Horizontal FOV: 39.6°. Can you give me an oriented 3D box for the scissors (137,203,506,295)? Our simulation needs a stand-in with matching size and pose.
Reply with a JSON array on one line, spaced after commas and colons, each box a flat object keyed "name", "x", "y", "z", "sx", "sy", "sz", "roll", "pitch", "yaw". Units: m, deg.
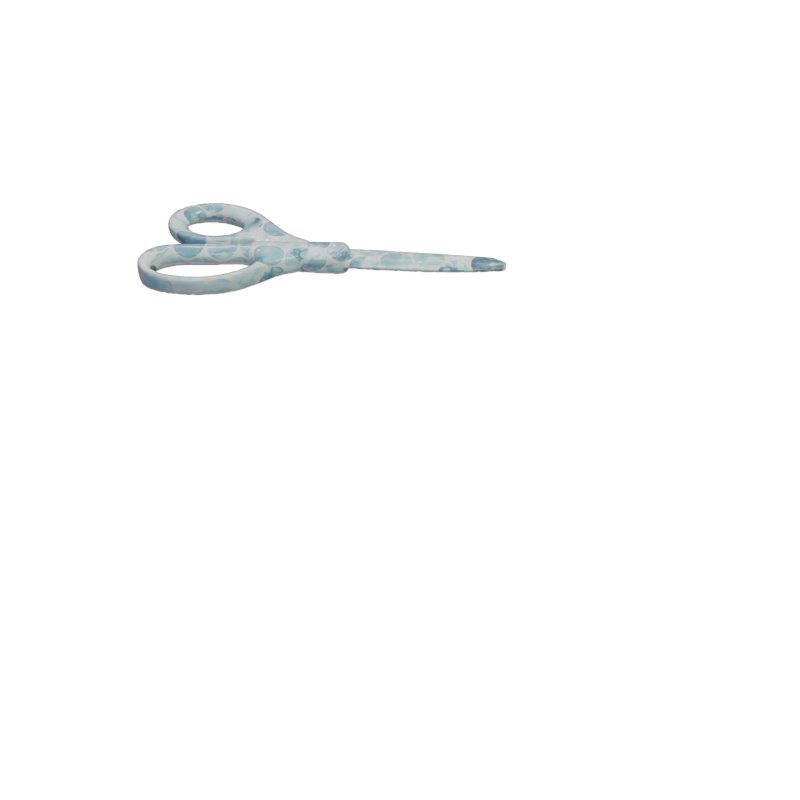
[{"name": "scissors", "x": -0.050, "y": -0.091, "z": 0.640, "sx": 0.200, "sy": 0.015, "sz": 0.104, "roll": -7, "pitch": 37, "yaw": -9}]
